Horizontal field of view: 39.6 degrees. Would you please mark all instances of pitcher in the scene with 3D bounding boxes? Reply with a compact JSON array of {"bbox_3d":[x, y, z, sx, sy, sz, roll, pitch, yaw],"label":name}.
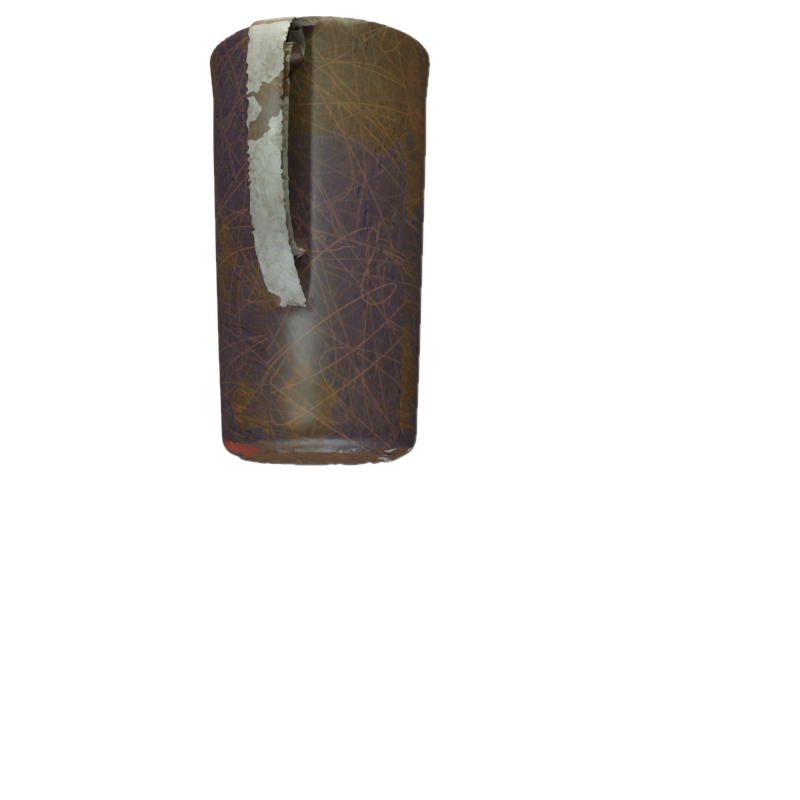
[{"bbox_3d":[-0.050,-0.090,0.633,0.143,0.252,0.146,8,-16,-32],"label":"pitcher"}]
